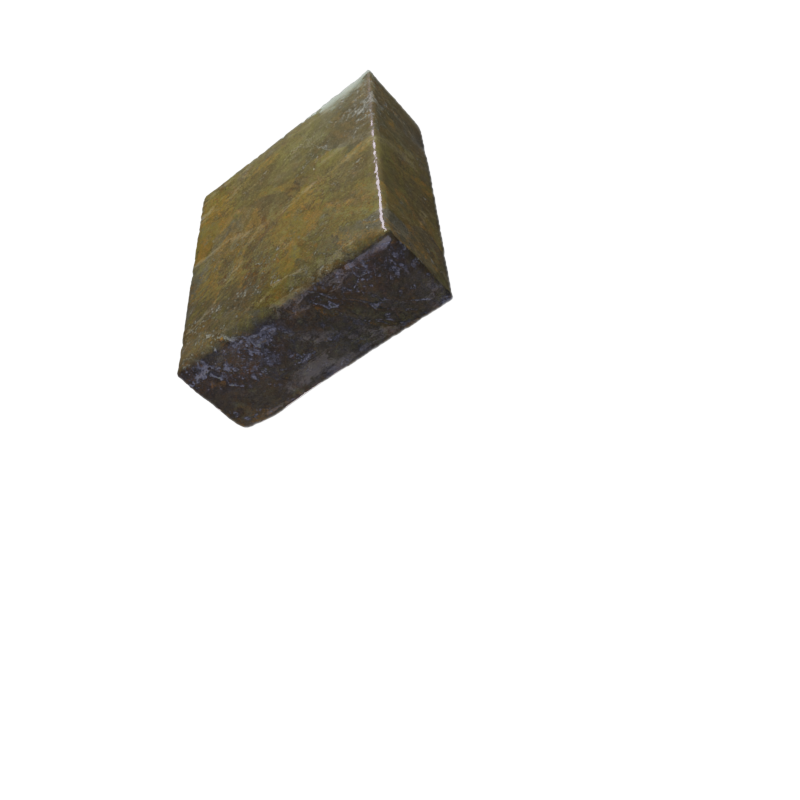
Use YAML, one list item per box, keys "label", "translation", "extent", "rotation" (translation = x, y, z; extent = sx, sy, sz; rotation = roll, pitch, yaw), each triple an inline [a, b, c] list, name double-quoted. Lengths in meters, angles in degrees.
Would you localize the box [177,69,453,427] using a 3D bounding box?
- label: "box"
  translation: [-0.058, -0.105, 0.736]
  extent: [0.163, 0.229, 0.067]
  rotation: [-33, -57, 20]
